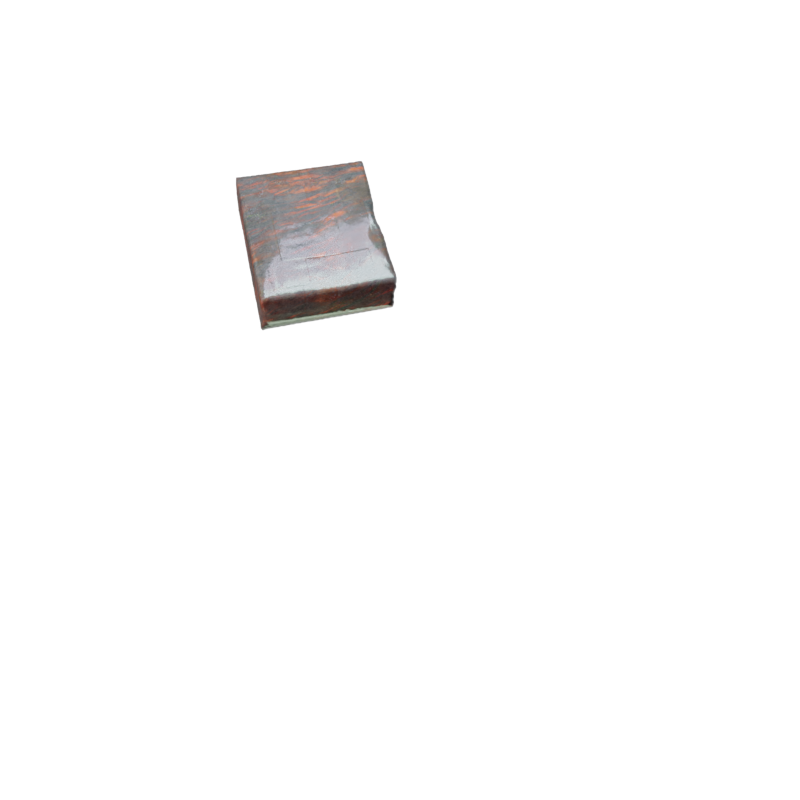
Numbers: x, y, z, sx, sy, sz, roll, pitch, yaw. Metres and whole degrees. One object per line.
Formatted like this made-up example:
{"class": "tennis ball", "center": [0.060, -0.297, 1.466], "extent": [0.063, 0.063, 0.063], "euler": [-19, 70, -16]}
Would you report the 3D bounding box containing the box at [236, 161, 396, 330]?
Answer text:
{"class": "box", "center": [-0.047, -0.086, 0.605], "extent": [0.073, 0.096, 0.028], "euler": [-9, -35, -7]}
